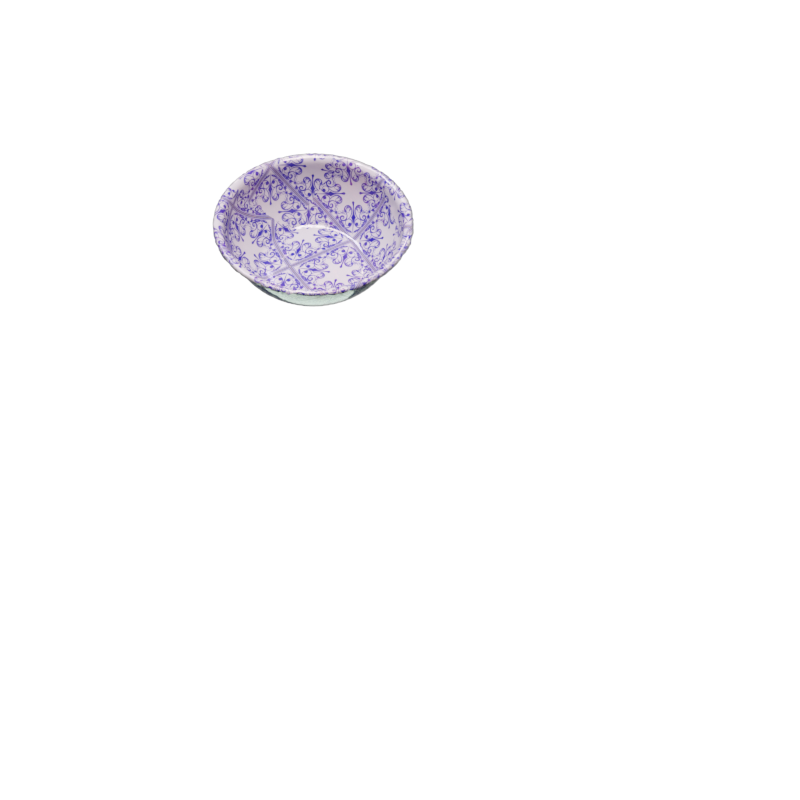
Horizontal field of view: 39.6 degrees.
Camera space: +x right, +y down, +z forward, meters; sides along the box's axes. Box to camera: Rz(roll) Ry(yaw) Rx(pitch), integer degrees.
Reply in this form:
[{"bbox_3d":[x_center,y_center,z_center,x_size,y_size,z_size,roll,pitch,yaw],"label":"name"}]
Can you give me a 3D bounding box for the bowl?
[{"bbox_3d":[-0.071,-0.130,0.907,0.162,0.174,0.051,-1,-40,-1],"label":"bowl"}]
